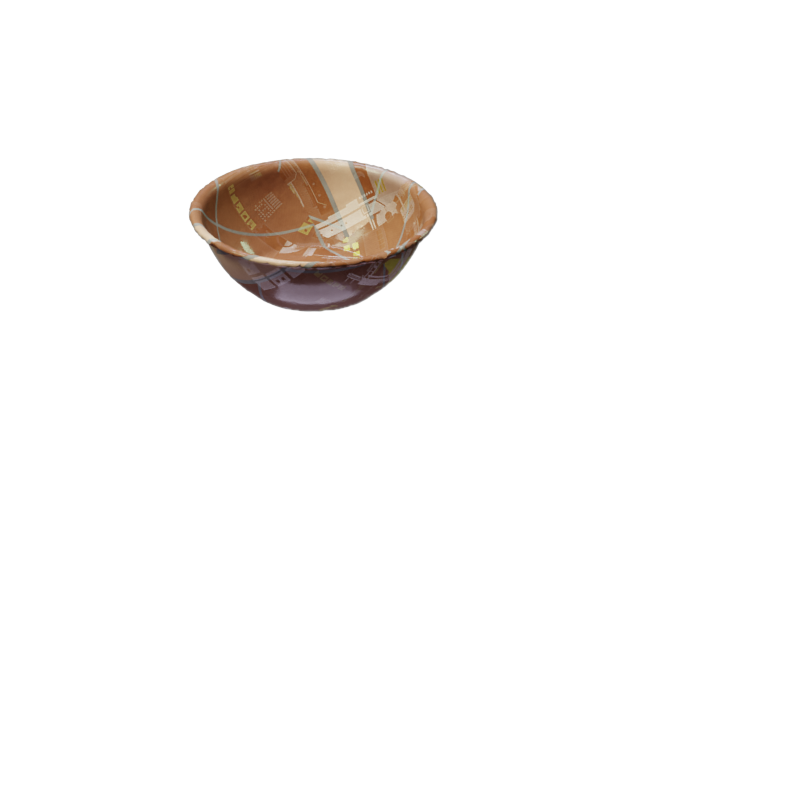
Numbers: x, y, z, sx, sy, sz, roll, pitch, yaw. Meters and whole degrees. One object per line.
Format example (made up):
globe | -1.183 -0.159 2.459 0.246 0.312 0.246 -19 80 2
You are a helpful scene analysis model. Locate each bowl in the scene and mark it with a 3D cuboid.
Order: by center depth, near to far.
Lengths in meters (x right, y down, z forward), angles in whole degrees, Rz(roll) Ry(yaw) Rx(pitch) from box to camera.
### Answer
bowl | -0.057 -0.105 0.734 0.162 0.052 0.173 -1 34 -2
